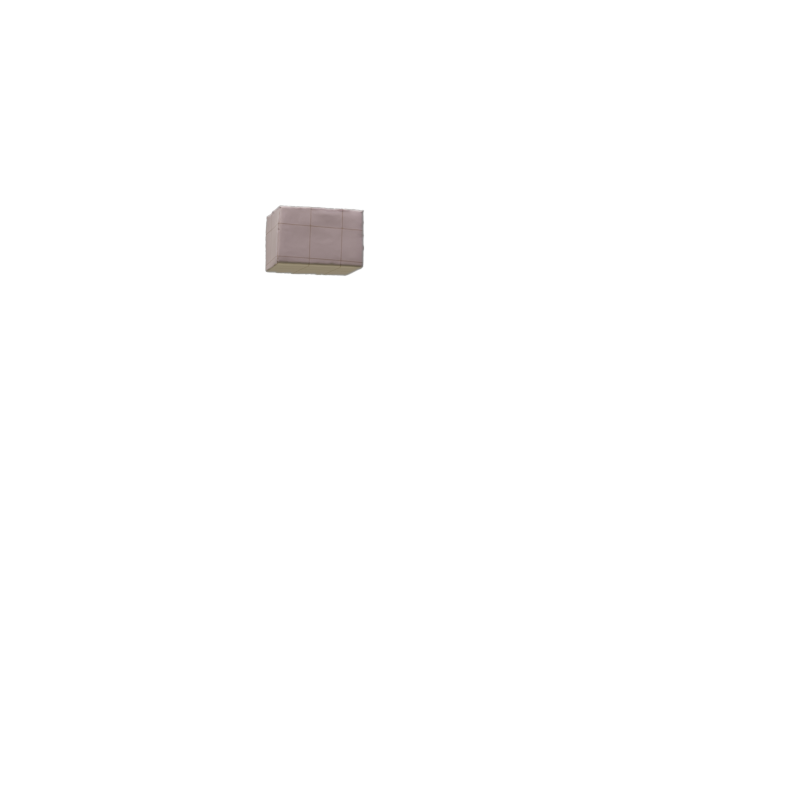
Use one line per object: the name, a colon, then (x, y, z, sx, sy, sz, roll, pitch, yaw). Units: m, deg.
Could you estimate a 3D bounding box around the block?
block: (-0.076, -0.138, 0.967, 0.076, 0.052, 0.053, 1, -6, -17)
